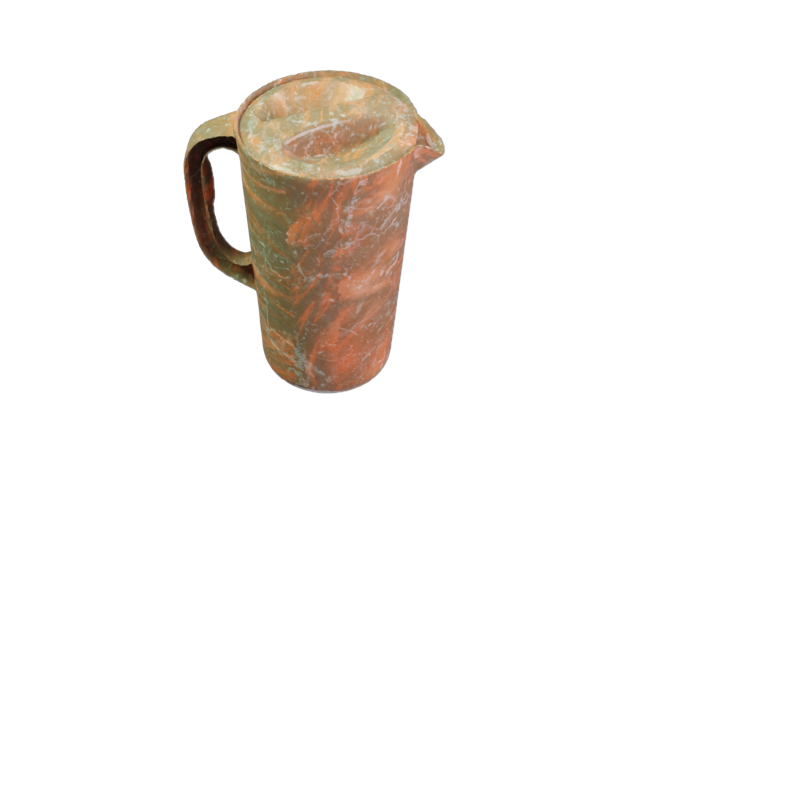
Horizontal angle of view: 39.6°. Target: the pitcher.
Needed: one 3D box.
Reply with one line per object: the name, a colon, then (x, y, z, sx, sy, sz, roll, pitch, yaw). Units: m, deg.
pitcher: (-0.067, -0.122, 0.856, 0.145, 0.226, 0.159, -32, 55, -30)
